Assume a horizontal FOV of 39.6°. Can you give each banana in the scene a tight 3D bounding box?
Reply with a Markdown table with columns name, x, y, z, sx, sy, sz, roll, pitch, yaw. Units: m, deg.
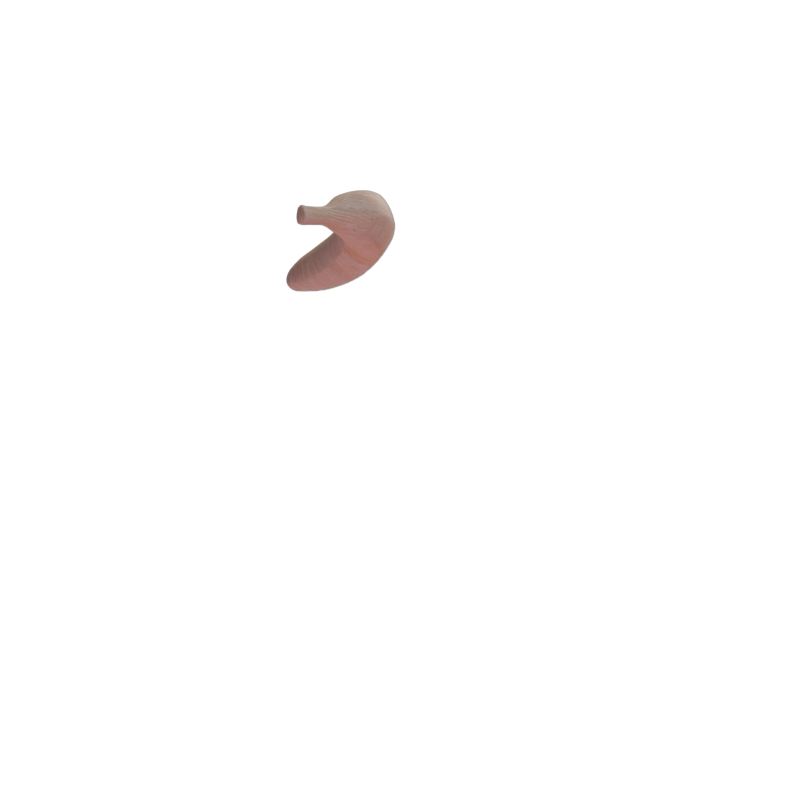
| name | x | y | z | sx | sy | sz | roll | pitch | yaw |
| --- | --- | --- | --- | --- | --- | --- | --- | --- | --- |
| banana | -0.041 | -0.110 | 0.764 | 0.069 | 0.038 | 0.193 | 1 | -9 | -7 |
